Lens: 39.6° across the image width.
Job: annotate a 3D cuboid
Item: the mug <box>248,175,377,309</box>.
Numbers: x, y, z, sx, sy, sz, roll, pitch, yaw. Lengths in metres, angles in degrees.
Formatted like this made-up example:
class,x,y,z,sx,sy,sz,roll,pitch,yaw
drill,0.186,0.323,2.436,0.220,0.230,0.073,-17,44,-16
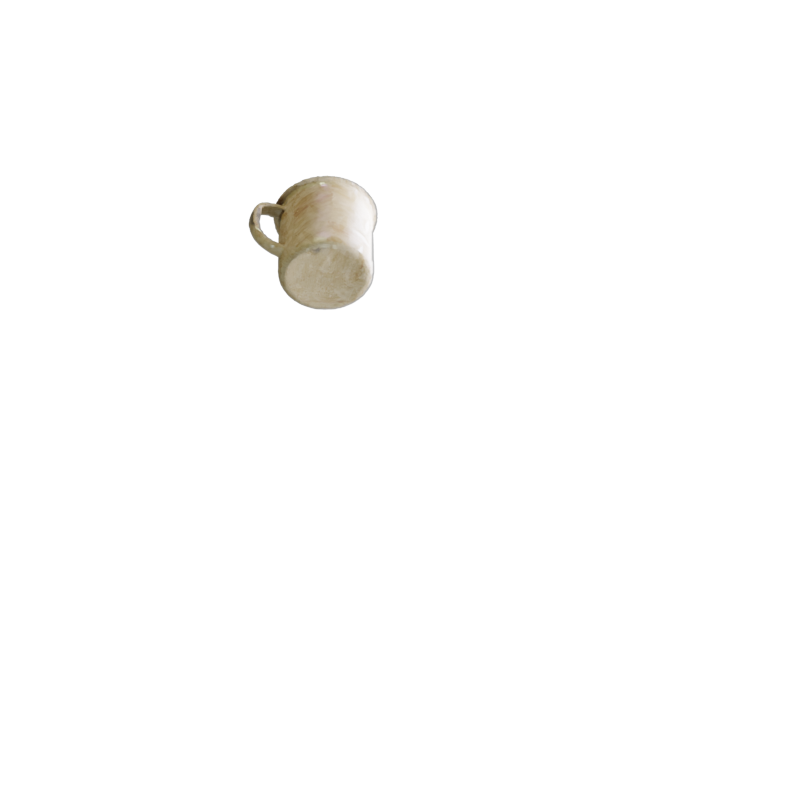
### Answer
class,x,y,z,sx,sy,sz,roll,pitch,yaw
mug,-0.075,-0.136,0.955,0.113,0.087,0.090,19,-49,-20
